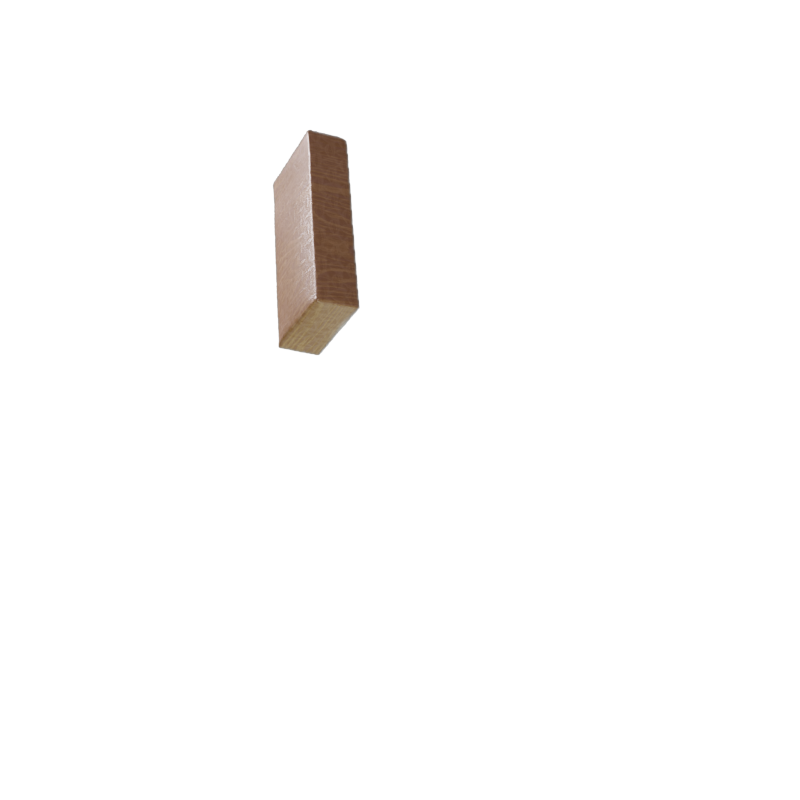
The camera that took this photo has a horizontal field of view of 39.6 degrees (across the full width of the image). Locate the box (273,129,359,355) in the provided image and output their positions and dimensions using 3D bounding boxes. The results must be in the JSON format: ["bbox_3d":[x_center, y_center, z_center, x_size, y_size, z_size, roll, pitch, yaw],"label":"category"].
[{"bbox_3d":[-0.076,-0.139,0.974,0.046,0.188,0.091,12,-33,-23],"label":"box"}]
